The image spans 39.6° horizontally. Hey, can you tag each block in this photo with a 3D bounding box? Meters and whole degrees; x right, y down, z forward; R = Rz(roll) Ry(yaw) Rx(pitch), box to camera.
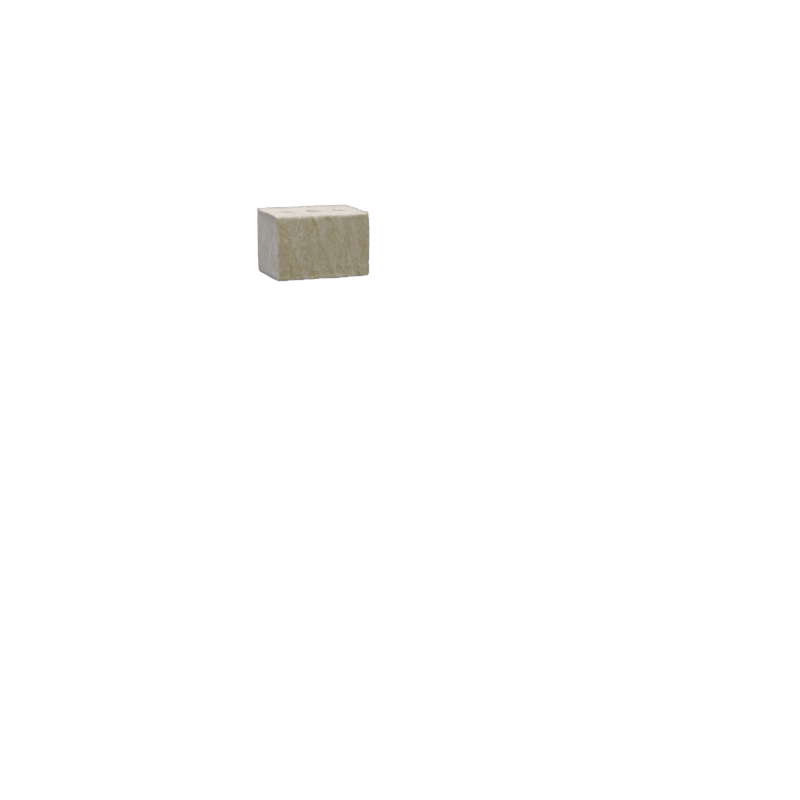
[{"bbox_3d":[-0.068,-0.124,0.869,0.076,0.050,0.055,-5,14,-21],"label":"block"}]
